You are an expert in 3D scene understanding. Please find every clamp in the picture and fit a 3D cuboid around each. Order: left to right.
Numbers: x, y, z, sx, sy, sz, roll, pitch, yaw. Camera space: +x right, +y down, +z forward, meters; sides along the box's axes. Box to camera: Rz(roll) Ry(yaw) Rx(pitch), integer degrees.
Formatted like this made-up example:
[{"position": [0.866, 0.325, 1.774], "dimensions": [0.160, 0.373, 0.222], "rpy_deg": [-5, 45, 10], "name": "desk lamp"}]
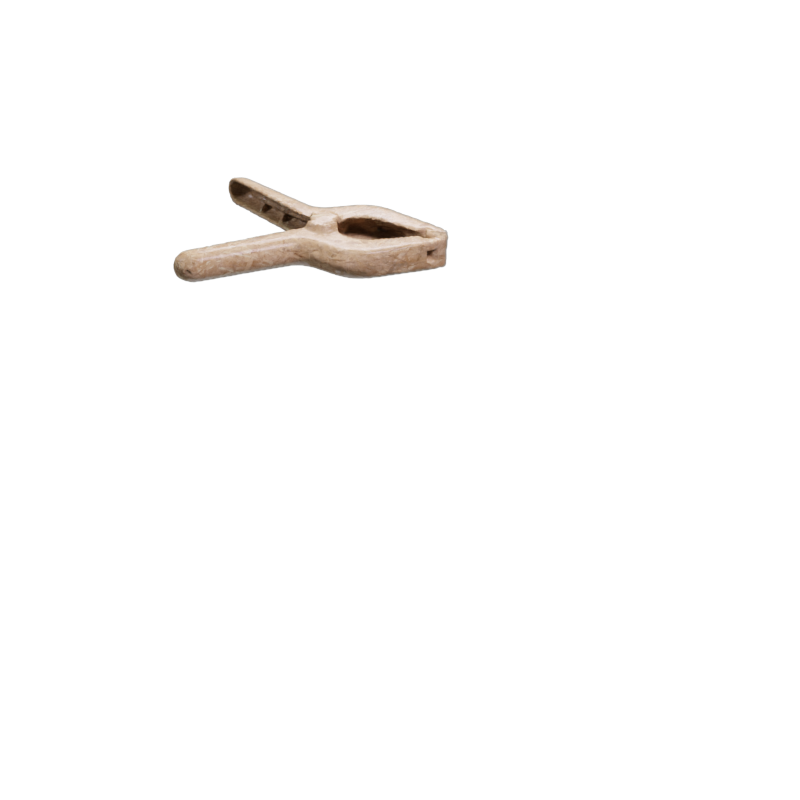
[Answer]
[{"position": [-0.070, -0.127, 0.892], "dimensions": [0.216, 0.034, 0.171], "rpy_deg": [10, 35, 15], "name": "clamp"}]
